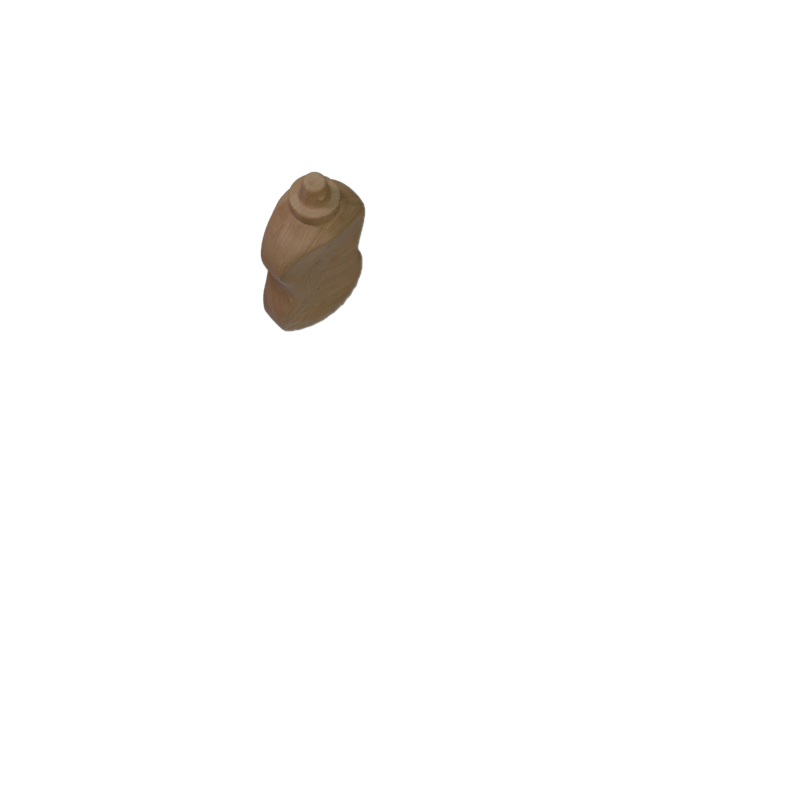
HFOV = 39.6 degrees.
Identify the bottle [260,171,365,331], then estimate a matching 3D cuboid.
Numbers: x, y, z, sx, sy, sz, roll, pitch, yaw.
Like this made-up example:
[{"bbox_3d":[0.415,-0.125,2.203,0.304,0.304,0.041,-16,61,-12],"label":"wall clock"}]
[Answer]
[{"bbox_3d":[-0.072,-0.132,0.925,0.097,0.061,0.181,-37,-16,-18],"label":"bottle"}]
